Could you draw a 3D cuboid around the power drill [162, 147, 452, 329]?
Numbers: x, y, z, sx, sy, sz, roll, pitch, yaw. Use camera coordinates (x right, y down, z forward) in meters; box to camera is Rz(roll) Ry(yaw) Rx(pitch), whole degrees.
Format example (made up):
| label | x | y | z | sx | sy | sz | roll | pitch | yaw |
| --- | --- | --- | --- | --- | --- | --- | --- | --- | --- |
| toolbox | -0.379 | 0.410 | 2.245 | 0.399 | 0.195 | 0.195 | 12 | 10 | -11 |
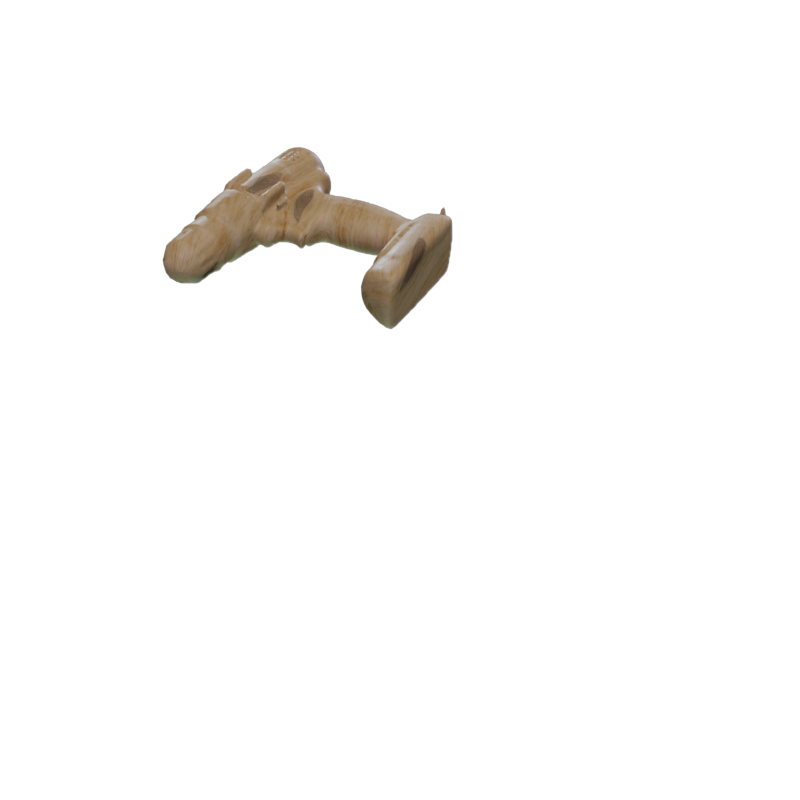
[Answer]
| label | x | y | z | sx | sy | sz | roll | pitch | yaw |
| --- | --- | --- | --- | --- | --- | --- | --- | --- | --- |
| power drill | -0.068 | -0.125 | 0.873 | 0.197 | 0.053 | 0.188 | 24 | 48 | 23 |
